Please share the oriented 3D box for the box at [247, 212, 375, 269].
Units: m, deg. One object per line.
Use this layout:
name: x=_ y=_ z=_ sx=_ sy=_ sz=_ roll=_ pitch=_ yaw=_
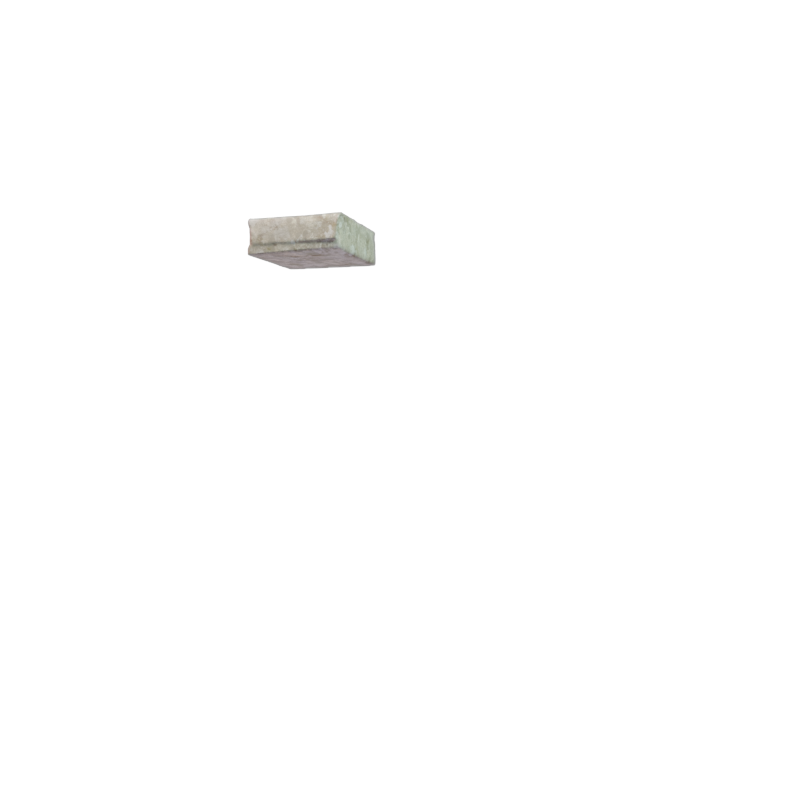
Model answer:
box: x=-0.066 y=-0.120 z=0.841 sx=0.075 sy=0.031 sz=0.086 roll=-1 pitch=-3 yaw=18
